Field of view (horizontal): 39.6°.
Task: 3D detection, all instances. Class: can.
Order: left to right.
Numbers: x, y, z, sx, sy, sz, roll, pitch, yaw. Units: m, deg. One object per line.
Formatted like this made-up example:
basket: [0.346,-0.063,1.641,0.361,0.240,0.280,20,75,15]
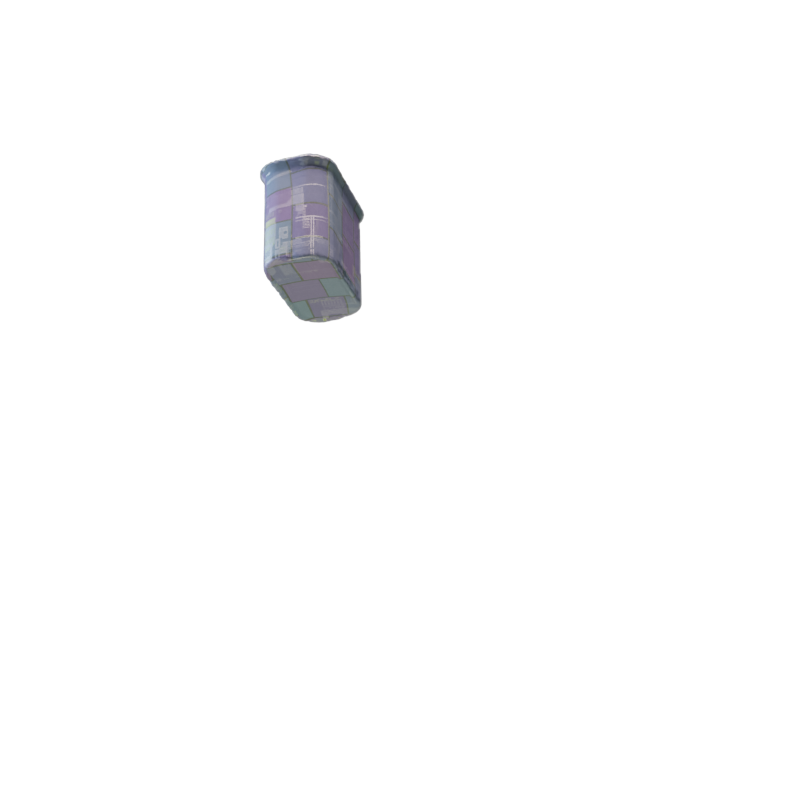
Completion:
can: [-0.063,-0.115,0.807,0.058,0.089,0.094,-10,-28,14]
